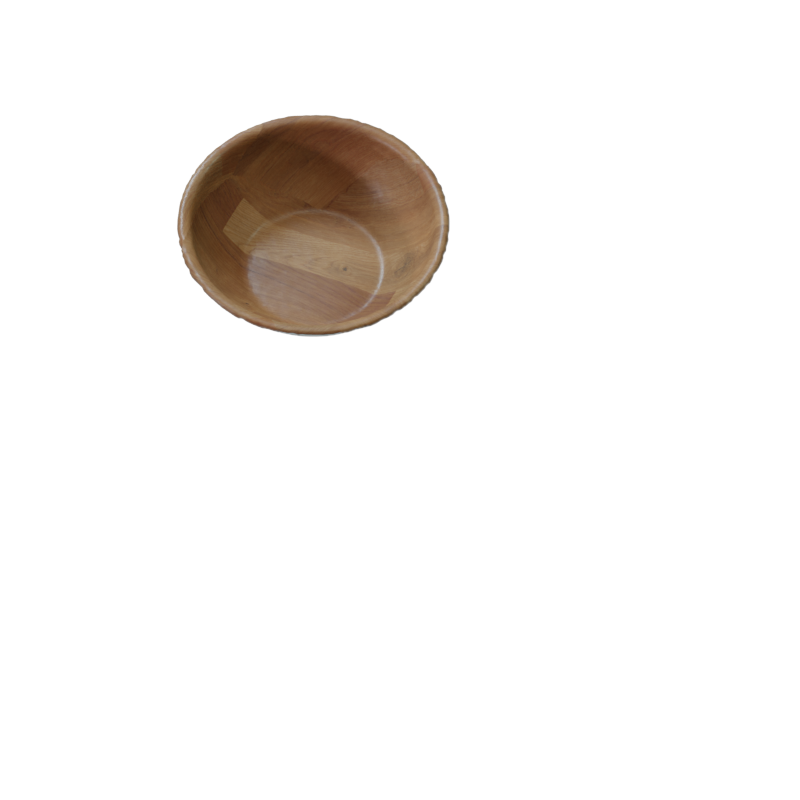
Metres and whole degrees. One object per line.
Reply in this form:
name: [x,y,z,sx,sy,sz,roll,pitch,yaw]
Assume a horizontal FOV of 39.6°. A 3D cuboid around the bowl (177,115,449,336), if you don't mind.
bowl: [-0.053,-0.097,0.679,0.162,0.173,0.051,-1,-32,-1]
